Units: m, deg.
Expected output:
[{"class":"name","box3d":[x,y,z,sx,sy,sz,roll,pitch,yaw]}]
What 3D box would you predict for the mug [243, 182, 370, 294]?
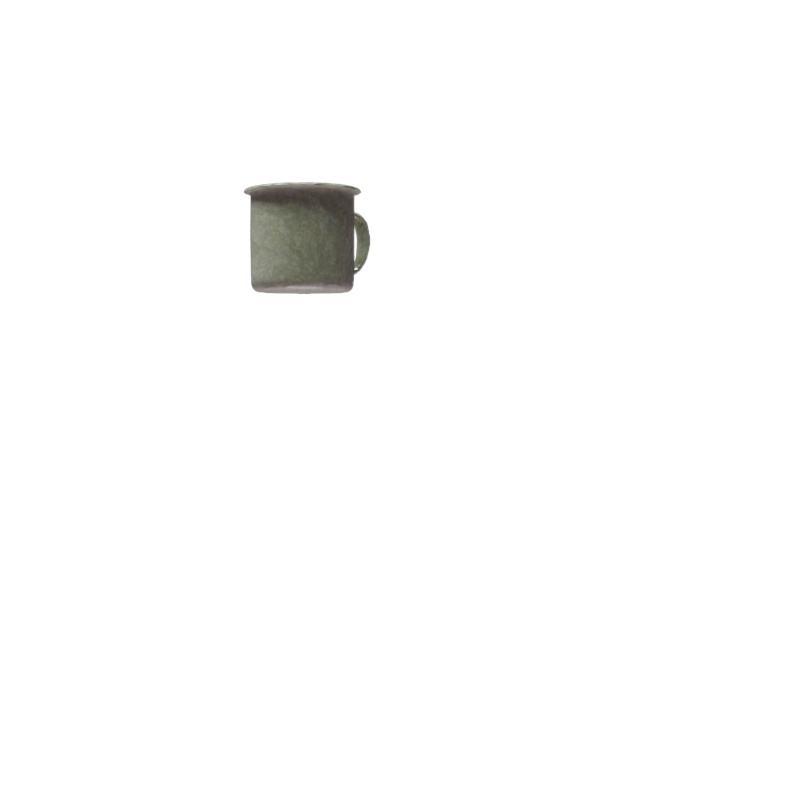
[{"class":"mug","box3d":[-0.069,-0.126,0.886,0.097,0.082,0.112,0,0,44]}]
